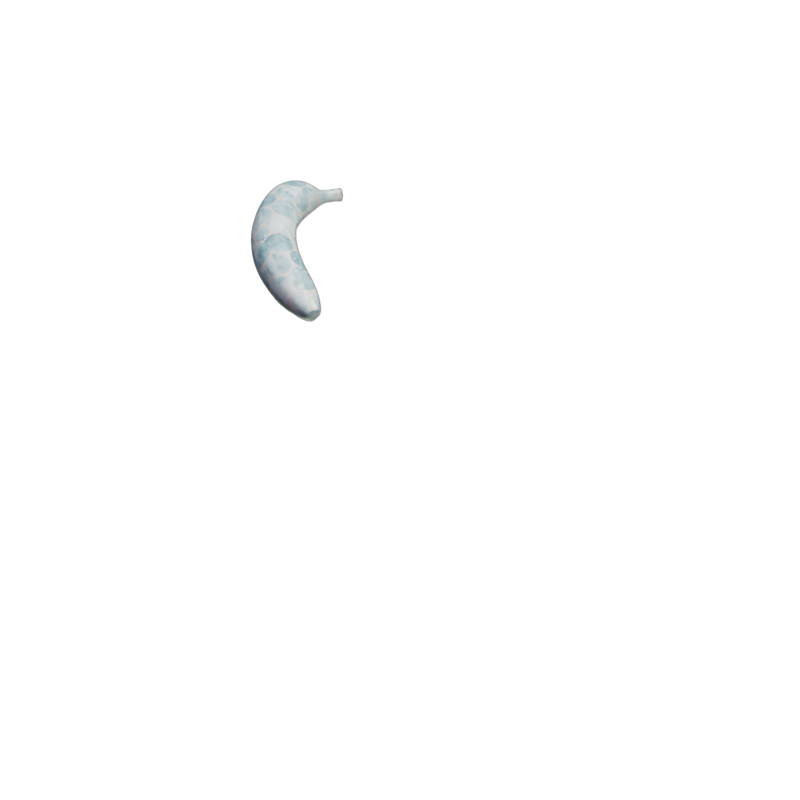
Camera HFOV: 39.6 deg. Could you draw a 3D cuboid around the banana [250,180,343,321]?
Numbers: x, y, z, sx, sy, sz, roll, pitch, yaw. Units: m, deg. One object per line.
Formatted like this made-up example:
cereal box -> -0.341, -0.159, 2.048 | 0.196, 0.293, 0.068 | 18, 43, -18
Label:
banana -> -0.089, -0.134, 0.912 | 0.070, 0.034, 0.210 | 3, 39, 2
